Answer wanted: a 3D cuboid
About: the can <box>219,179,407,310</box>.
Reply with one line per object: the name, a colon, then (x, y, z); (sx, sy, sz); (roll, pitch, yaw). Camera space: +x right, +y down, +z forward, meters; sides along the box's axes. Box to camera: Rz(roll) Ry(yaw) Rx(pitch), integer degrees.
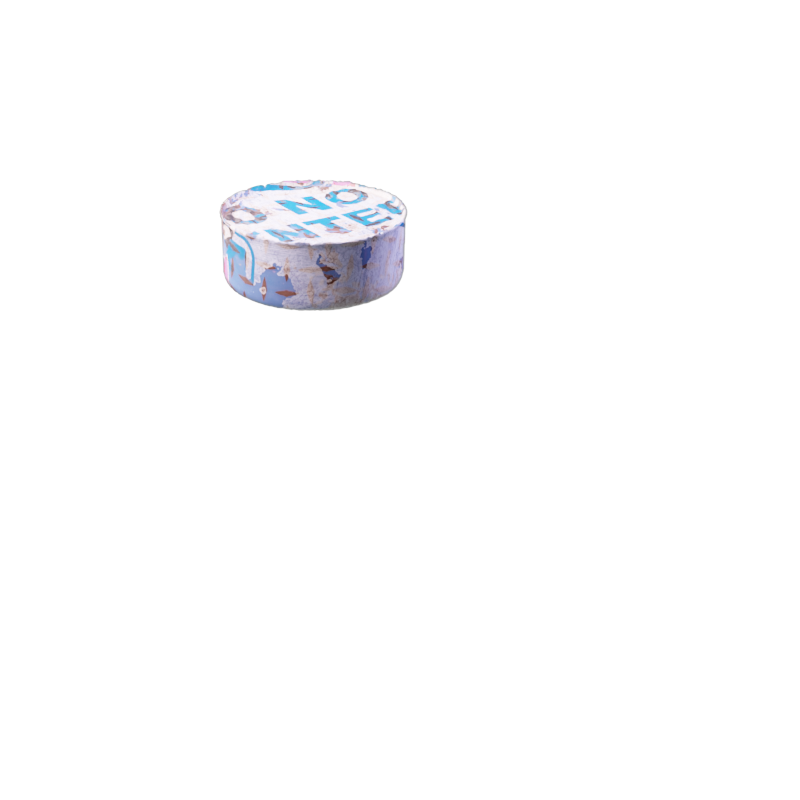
can: (-0.040, -0.073, 0.513); (0.086, 0.032, 0.091); (-1, 28, -2)
